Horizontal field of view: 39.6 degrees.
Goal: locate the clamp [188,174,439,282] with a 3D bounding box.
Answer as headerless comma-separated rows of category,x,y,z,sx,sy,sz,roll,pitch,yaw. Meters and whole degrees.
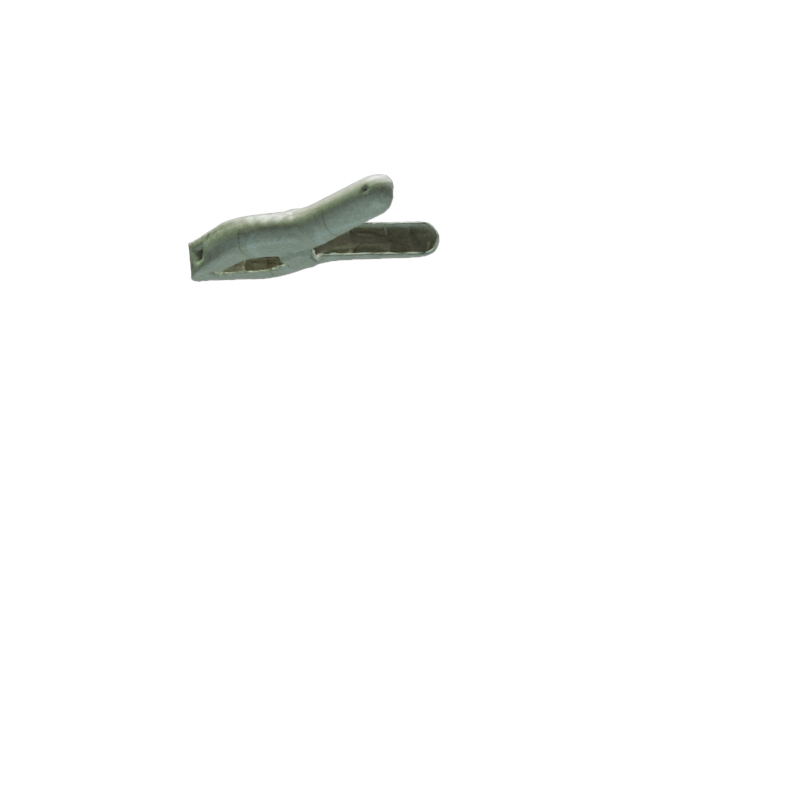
clamp,-0.059,-0.108,0.755,0.175,0.041,0.112,-9,-19,27
